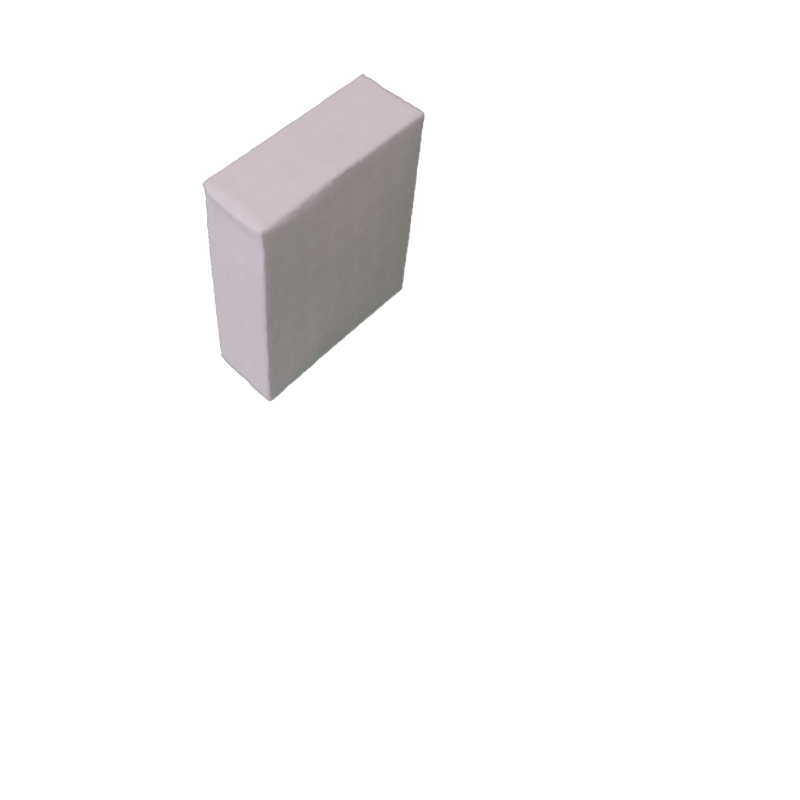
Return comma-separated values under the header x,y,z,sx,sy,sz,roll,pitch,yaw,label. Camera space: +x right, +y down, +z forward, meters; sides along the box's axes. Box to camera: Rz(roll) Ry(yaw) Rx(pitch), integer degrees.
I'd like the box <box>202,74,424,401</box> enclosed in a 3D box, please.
x,y,z,sx,sy,sz,roll,pitch,yaw,label
-0.067,-0.122,0.855,0.076,0.166,0.200,38,-29,20,box
